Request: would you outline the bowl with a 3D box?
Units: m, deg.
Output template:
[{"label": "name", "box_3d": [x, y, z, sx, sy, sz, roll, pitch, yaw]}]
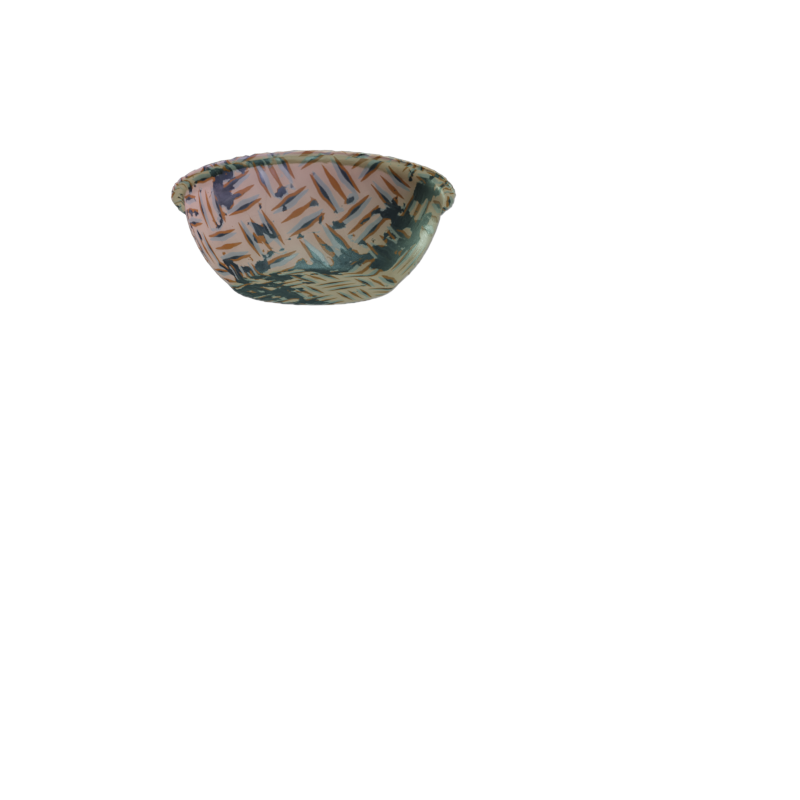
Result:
[{"label": "bowl", "box_3d": [-0.049, -0.089, 0.627, 0.162, 0.057, 0.158, 0, -9, -2]}]
